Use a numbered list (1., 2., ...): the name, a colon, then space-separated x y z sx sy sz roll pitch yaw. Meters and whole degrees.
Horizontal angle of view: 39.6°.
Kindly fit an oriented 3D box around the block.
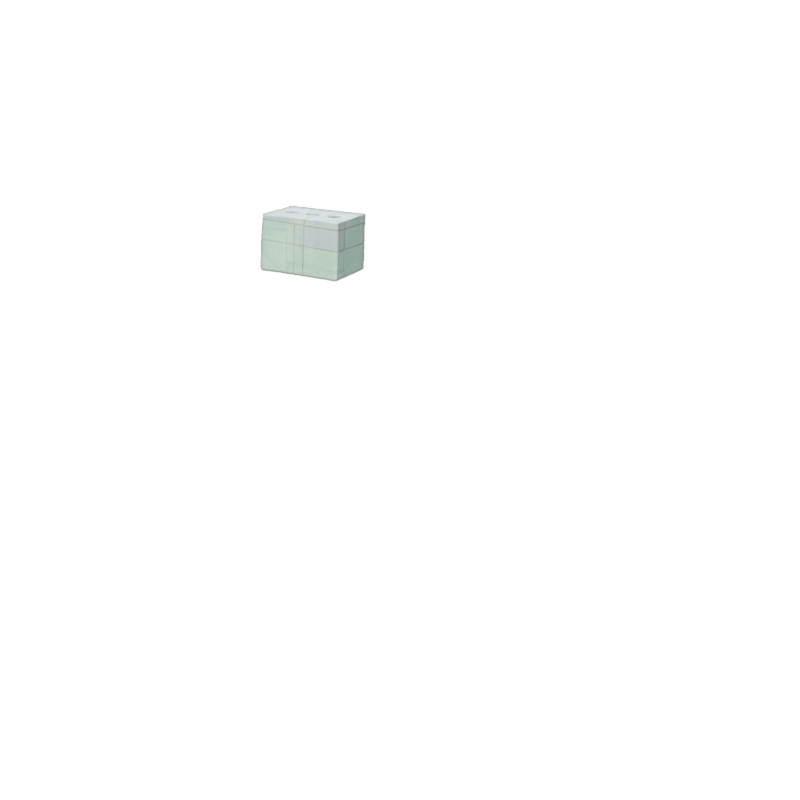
1. block: -0.076 -0.138 0.968 0.081 0.049 0.052 10 19 27
